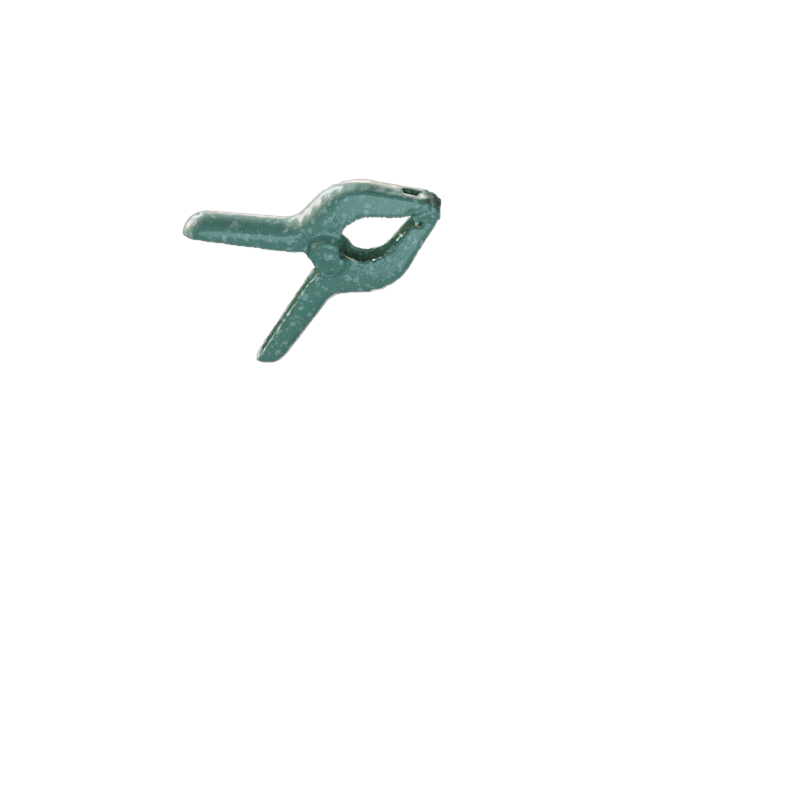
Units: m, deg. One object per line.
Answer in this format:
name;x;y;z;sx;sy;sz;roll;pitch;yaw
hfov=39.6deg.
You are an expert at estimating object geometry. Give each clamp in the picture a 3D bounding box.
clamp;-0.058;-0.106;0.745;0.171;0.113;0.042;-31;26;16
